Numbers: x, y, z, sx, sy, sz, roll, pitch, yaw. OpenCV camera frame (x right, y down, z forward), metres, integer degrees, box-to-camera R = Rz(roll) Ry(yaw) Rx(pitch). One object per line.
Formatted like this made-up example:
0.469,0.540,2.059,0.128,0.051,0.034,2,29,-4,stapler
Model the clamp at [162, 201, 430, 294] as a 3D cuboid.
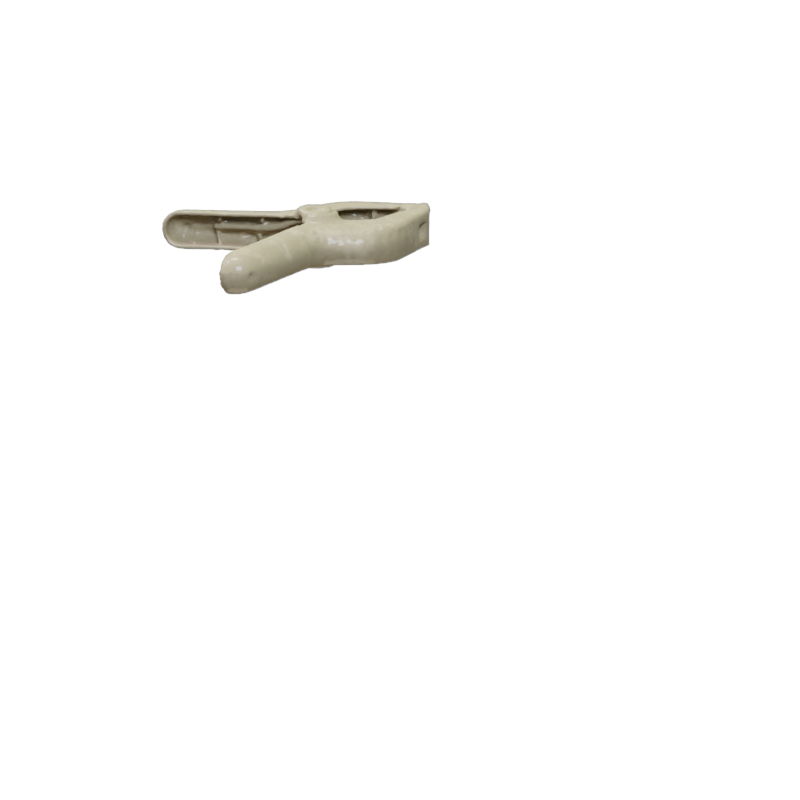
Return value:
-0.054,-0.098,0.684,0.169,0.037,0.129,-9,30,-16,clamp
